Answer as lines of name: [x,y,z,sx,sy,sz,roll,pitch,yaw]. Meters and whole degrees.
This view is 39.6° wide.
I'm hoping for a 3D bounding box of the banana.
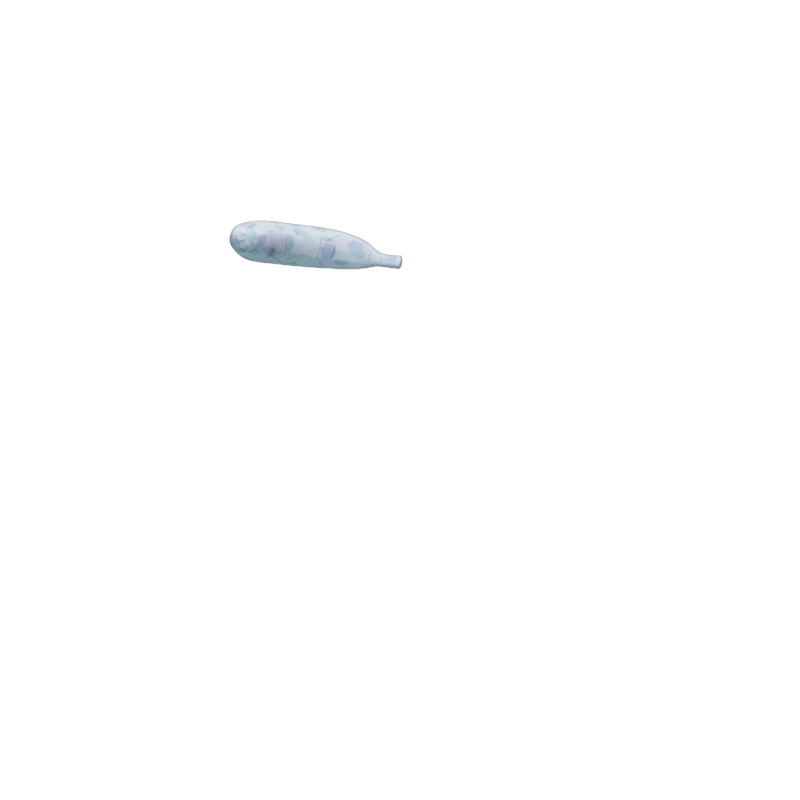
banana: [-0.085,-0.135,0.958,0.072,0.037,0.190,0,1,43]
